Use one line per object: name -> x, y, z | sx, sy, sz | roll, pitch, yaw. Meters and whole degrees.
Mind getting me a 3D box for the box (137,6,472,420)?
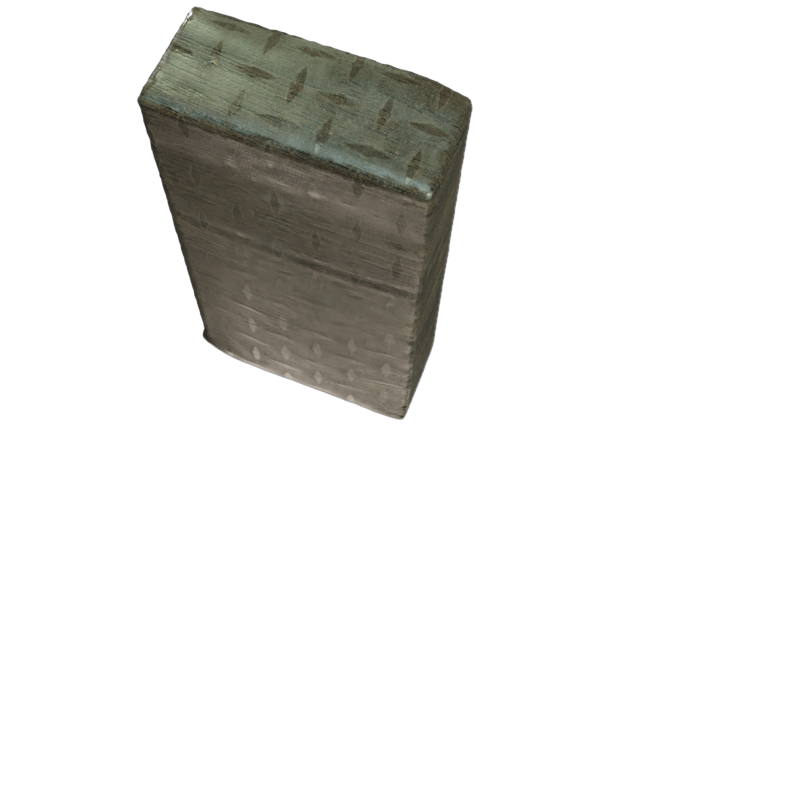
box -> -0.030, -0.056, 0.392 | 0.095, 0.050, 0.166 | 22, -24, 7
